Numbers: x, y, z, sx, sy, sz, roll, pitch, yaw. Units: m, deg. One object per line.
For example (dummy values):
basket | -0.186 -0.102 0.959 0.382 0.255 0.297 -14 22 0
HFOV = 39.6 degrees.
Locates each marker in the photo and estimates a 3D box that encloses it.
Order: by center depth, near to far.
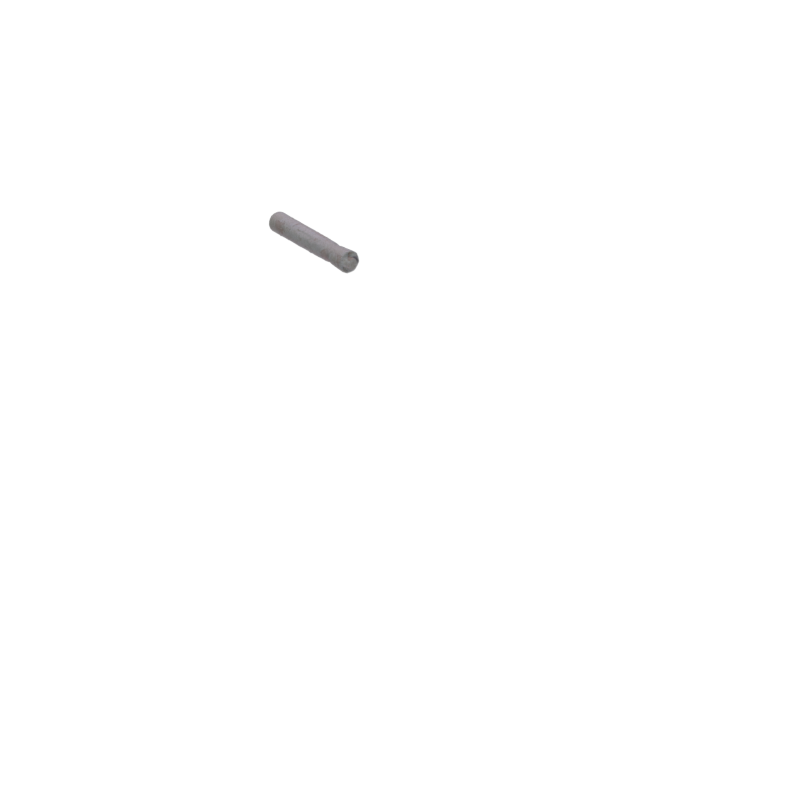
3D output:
marker | -0.072 -0.131 0.917 0.019 0.019 0.130 -3 24 -34
